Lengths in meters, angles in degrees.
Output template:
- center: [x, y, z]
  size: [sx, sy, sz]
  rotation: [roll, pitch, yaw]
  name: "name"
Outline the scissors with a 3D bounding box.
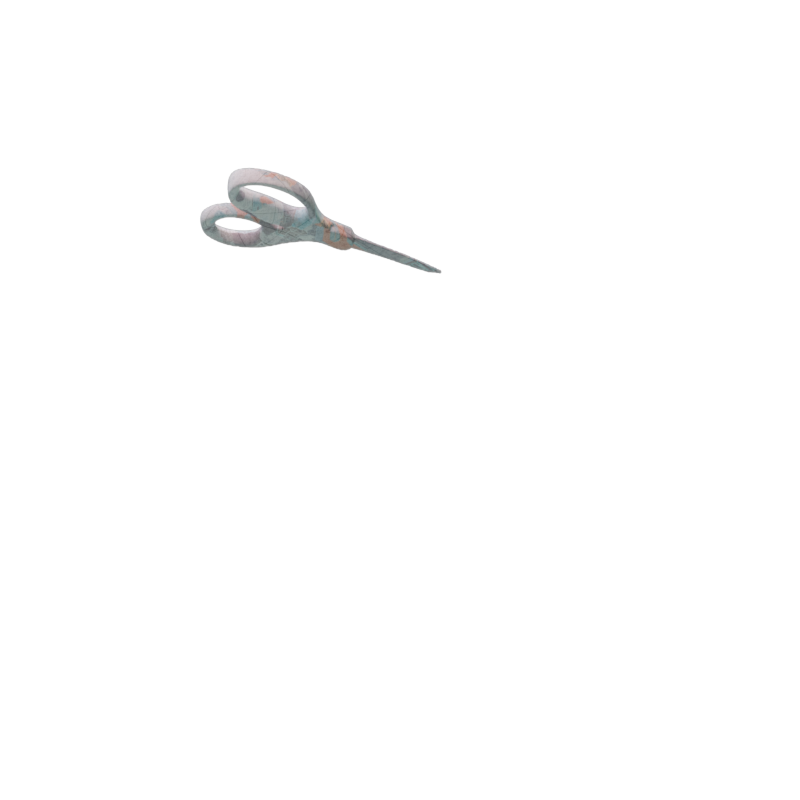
- center: [-0.065, -0.118, 0.825]
  size: [0.097, 0.017, 0.188]
  rotation: [-18, -29, 34]
  name: "scissors"
